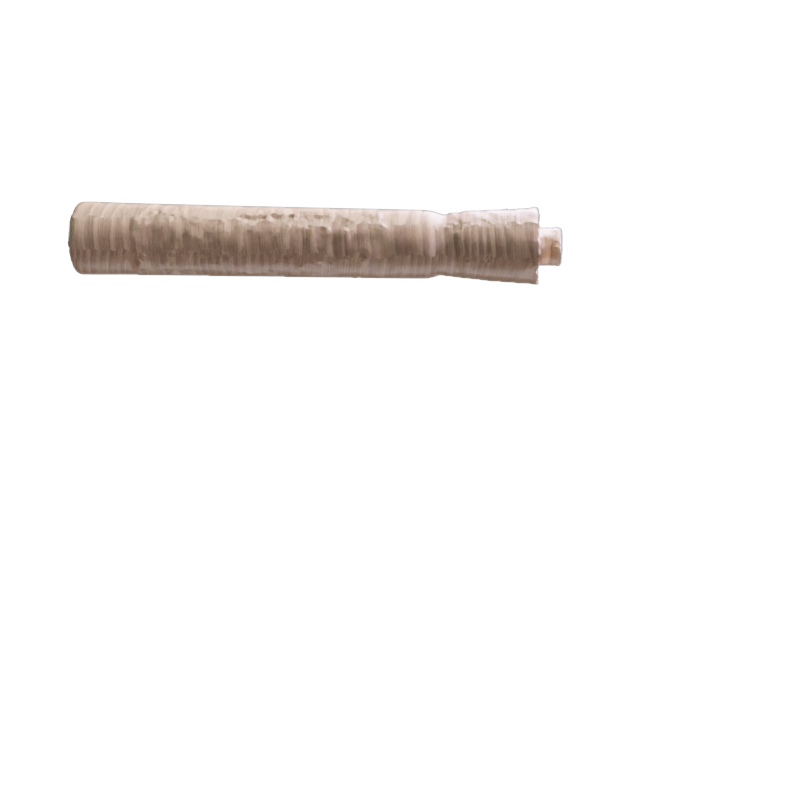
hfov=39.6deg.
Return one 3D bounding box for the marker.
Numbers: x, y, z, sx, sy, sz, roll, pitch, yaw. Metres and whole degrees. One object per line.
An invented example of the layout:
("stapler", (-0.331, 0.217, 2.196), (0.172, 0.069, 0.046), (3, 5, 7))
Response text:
("marker", (-0.022, -0.039, 0.276), (0.122, 0.020, 0.020), (2, 4, 8))
